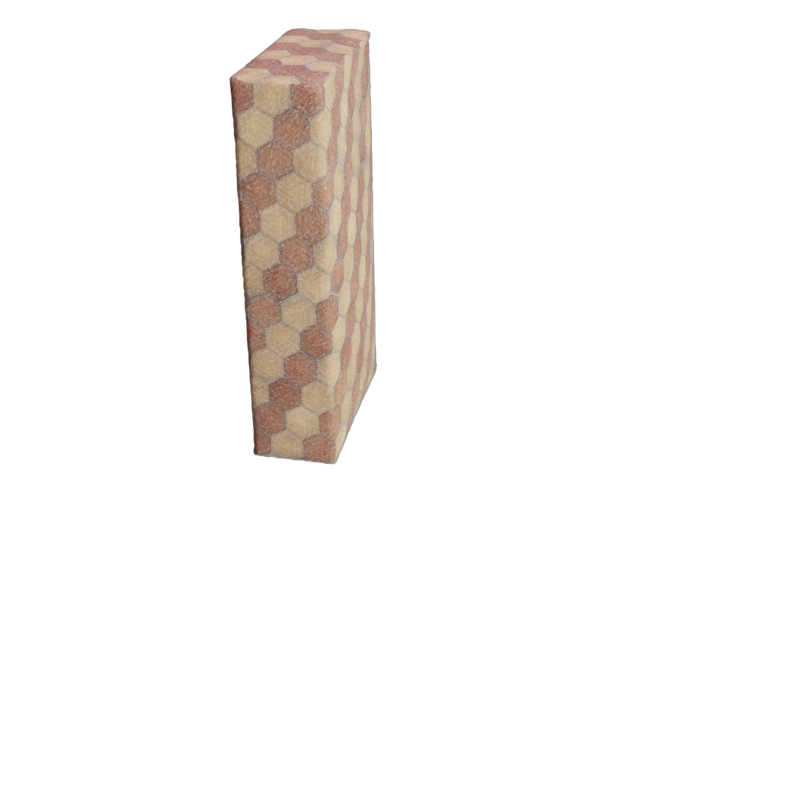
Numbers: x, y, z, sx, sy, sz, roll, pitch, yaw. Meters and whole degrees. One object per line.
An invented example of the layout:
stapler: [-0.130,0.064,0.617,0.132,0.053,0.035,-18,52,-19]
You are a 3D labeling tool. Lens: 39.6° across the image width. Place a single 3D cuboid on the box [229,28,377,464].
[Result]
box: [-0.039,-0.072,0.502,0.049,0.167,0.097,6,27,9]
